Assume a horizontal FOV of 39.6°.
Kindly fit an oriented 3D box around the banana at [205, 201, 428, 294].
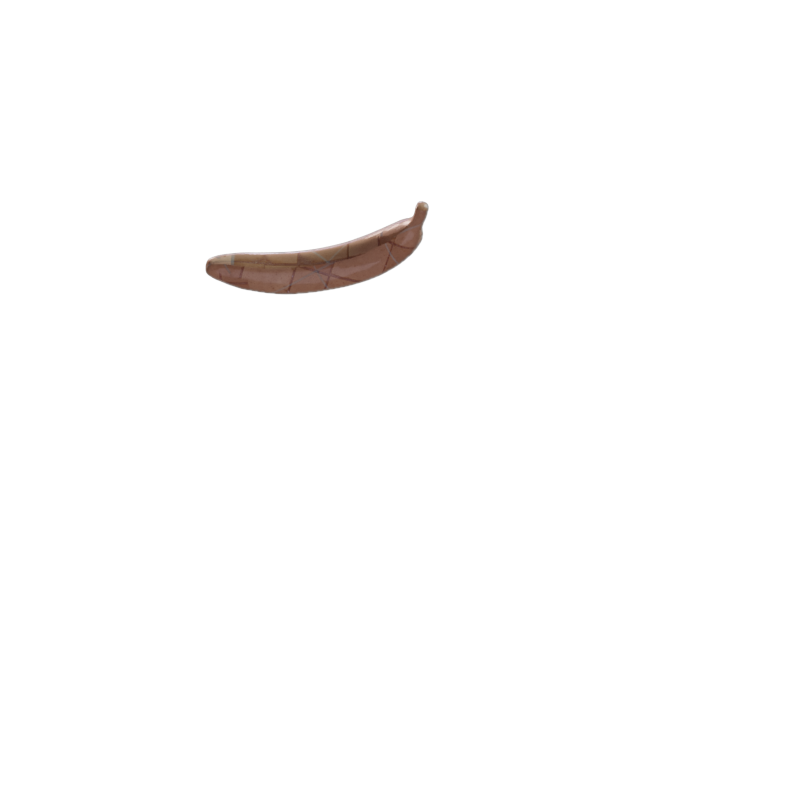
[{"bbox_3d":[-0.063,-0.121,0.936,0.199,0.039,0.064,-14,-48,13],"label":"banana"}]
